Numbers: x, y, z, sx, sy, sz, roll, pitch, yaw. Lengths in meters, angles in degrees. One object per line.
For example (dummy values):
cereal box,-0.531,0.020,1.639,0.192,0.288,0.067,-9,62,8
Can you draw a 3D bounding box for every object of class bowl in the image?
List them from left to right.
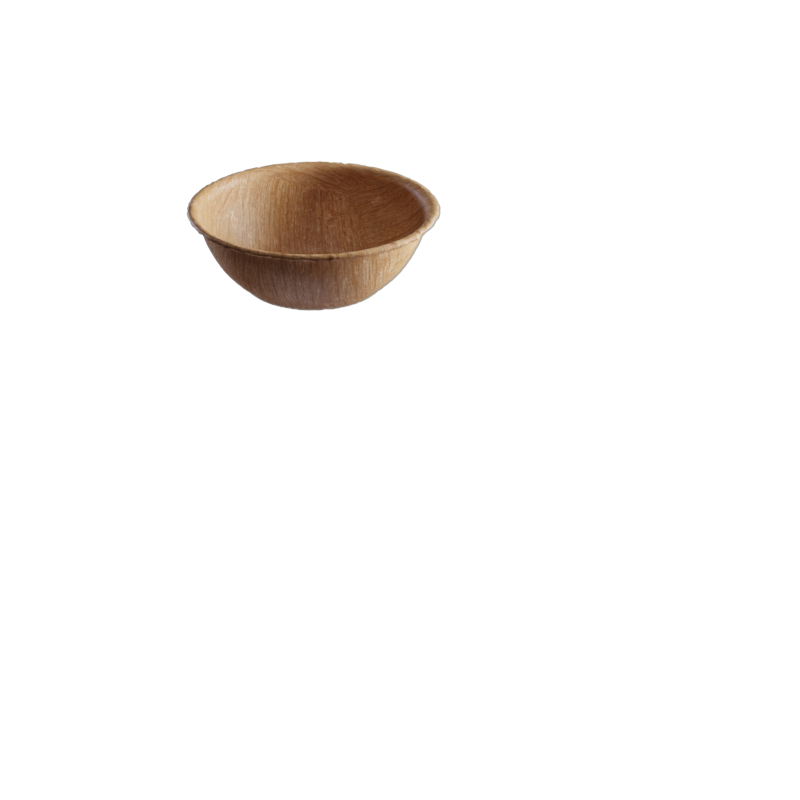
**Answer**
bowl,-0.056,-0.103,0.719,0.162,0.052,0.172,-1,30,-2
